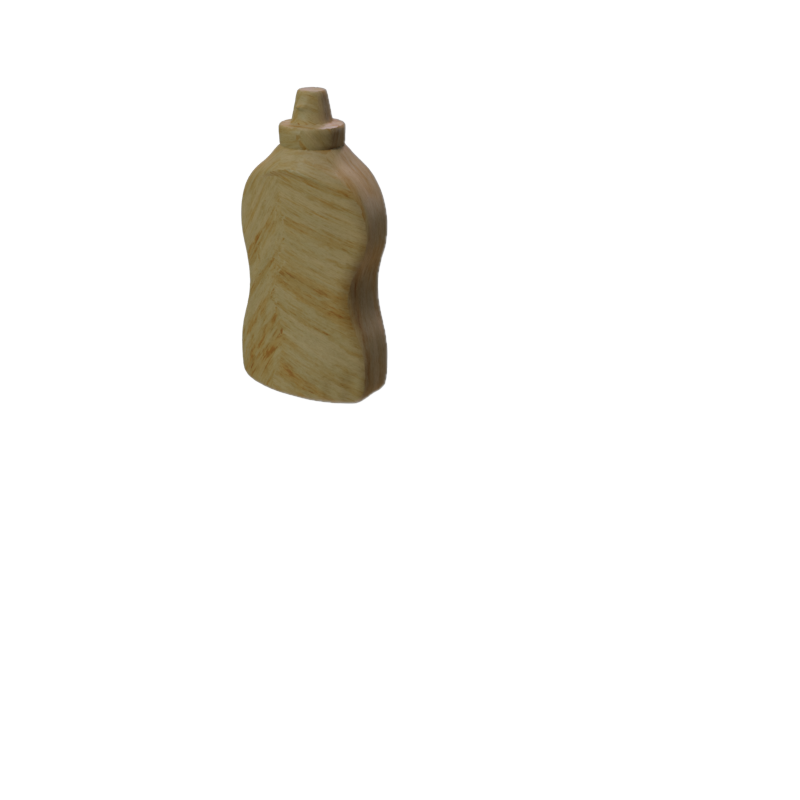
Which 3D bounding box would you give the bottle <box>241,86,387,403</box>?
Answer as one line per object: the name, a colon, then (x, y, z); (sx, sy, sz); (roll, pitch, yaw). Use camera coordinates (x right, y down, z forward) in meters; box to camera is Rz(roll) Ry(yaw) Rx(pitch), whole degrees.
bottle: (-0.054, -0.099, 0.692); (0.101, 0.184, 0.058); (13, 21, 32)
